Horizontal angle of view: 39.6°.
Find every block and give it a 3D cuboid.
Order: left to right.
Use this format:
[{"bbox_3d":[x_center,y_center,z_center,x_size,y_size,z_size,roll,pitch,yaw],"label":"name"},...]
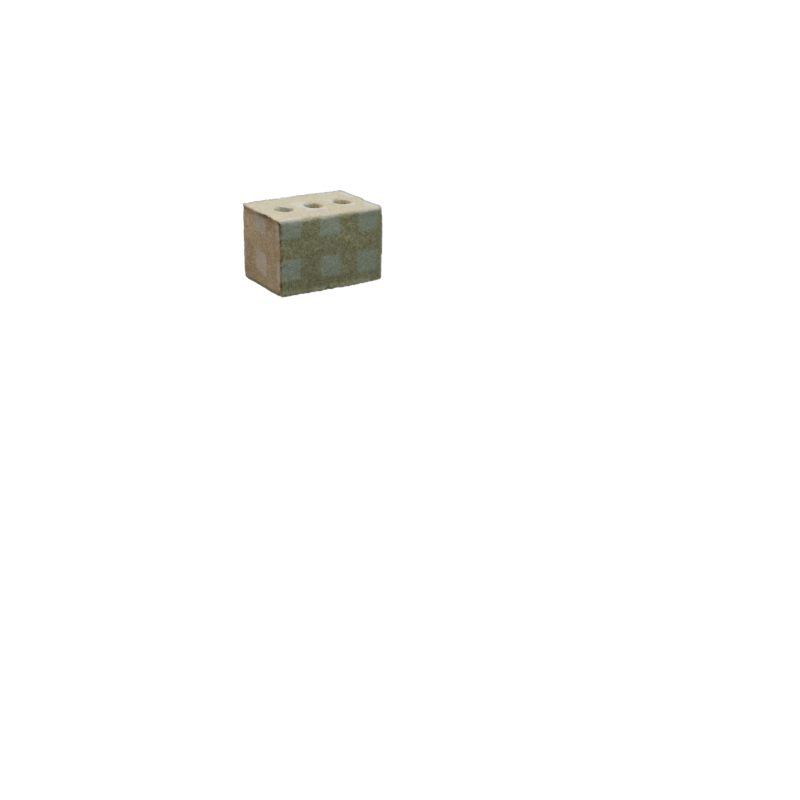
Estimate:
[{"bbox_3d":[-0.057,-0.103,0.724,0.076,0.049,0.056,-13,24,-30],"label":"block"}]
